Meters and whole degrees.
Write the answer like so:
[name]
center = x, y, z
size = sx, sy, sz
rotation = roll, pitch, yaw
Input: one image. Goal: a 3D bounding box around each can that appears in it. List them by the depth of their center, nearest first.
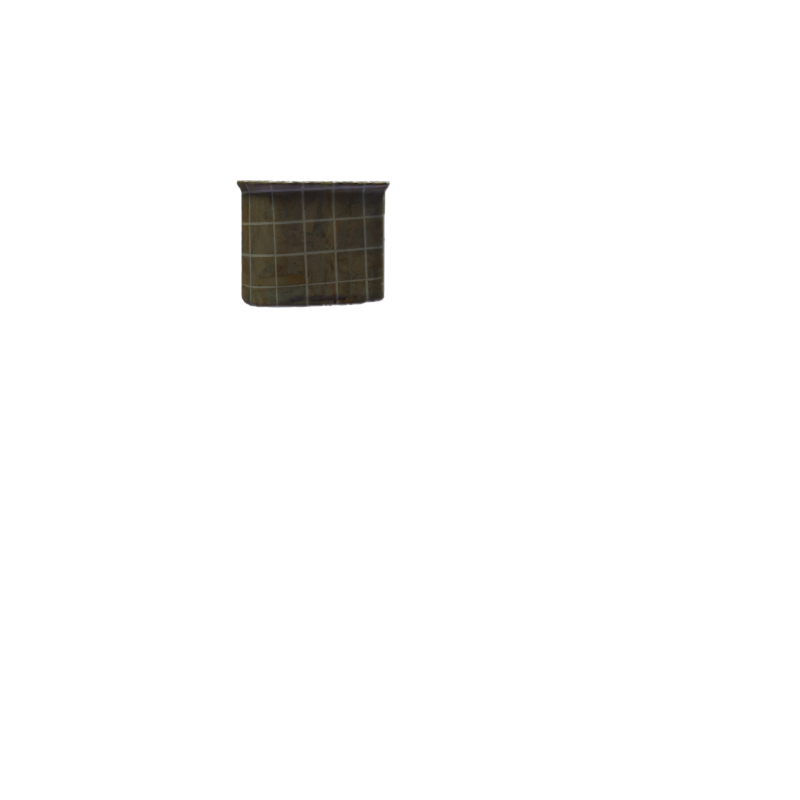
[can]
center = -0.059, -0.108, 0.757
size = 0.100, 0.083, 0.059
rotation = -3, 6, -20
